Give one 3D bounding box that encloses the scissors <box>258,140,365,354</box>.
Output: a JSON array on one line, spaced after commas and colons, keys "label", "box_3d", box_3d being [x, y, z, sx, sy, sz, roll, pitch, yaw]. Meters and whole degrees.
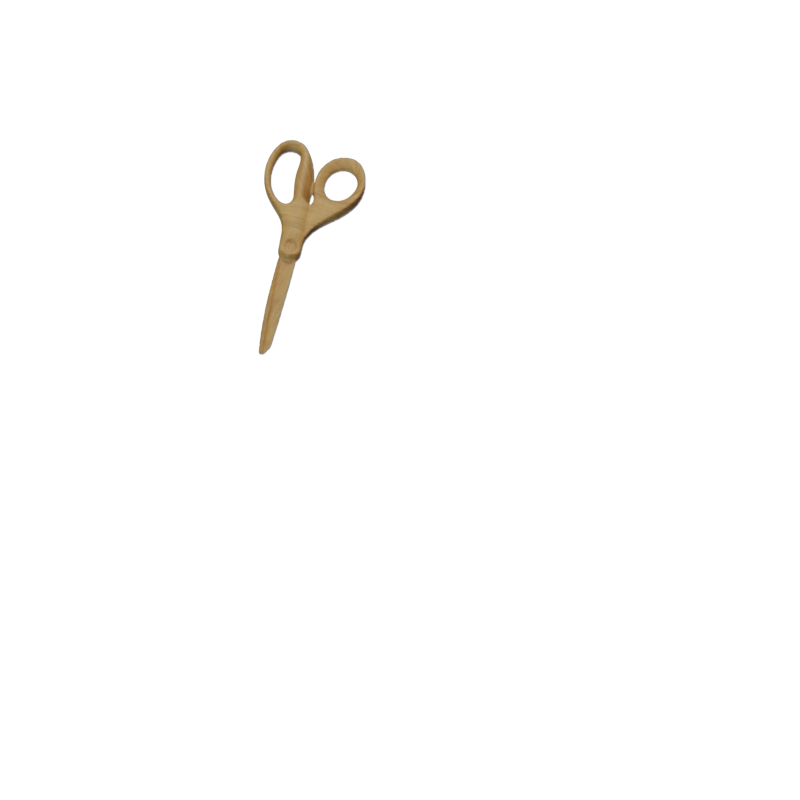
[{"label": "scissors", "box_3d": [-0.072, -0.131, 0.919, 0.096, 0.215, 0.015, -4, -29, -2]}]
